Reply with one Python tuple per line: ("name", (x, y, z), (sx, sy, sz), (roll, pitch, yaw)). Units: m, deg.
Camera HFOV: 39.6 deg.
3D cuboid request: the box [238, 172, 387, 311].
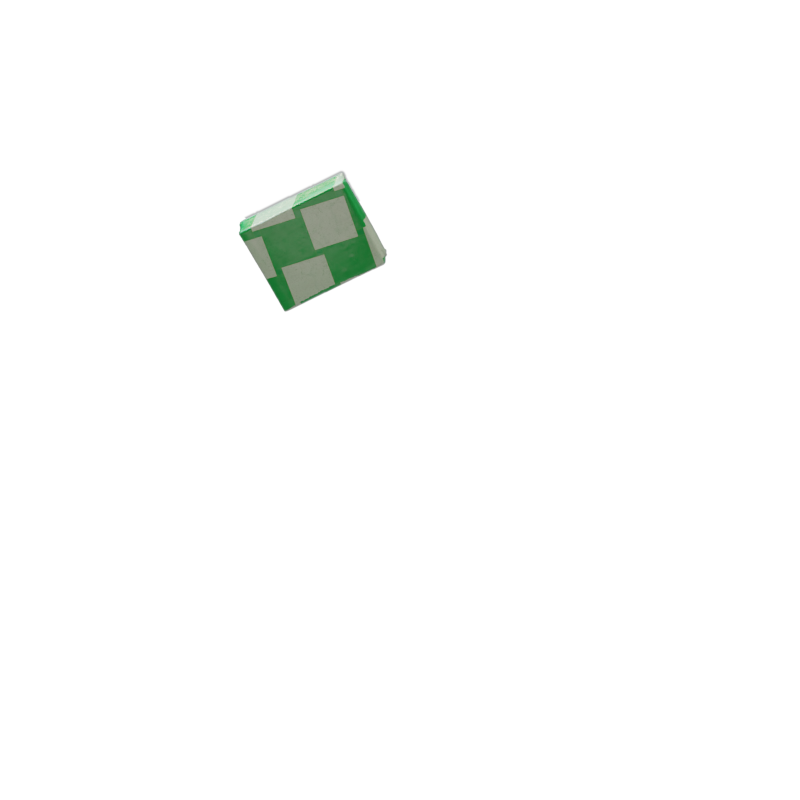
("box", (-0.065, -0.119, 0.830), (0.089, 0.069, 0.032), (-25, 22, 10))
